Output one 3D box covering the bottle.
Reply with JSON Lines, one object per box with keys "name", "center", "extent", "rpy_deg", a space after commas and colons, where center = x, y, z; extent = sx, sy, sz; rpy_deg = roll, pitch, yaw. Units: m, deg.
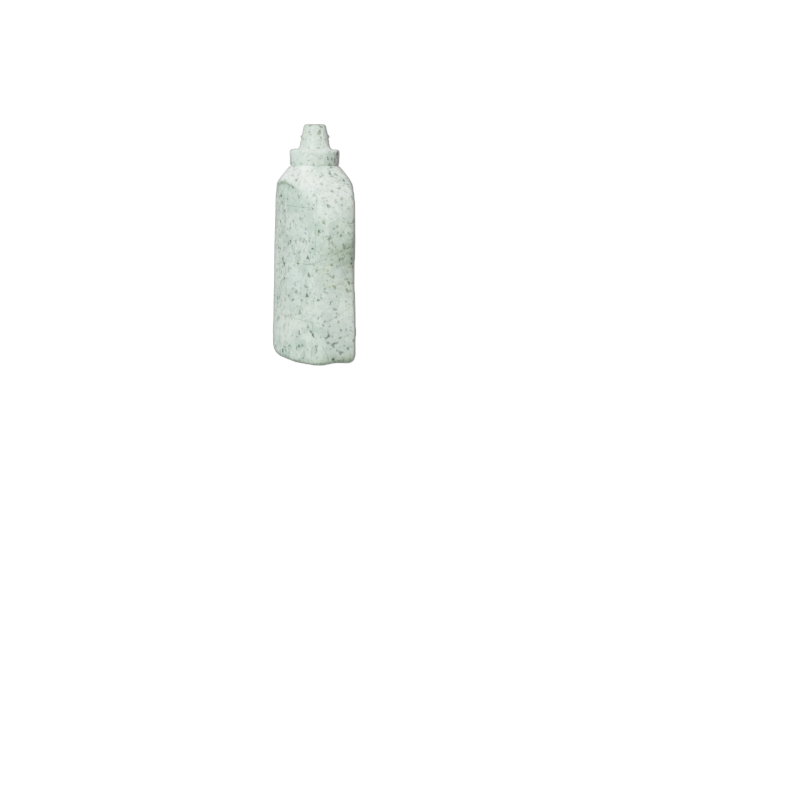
{"name": "bottle", "center": [-0.071, -0.130, 0.910], "extent": [0.057, 0.189, 0.100], "rpy_deg": [-2, 7, -26]}
